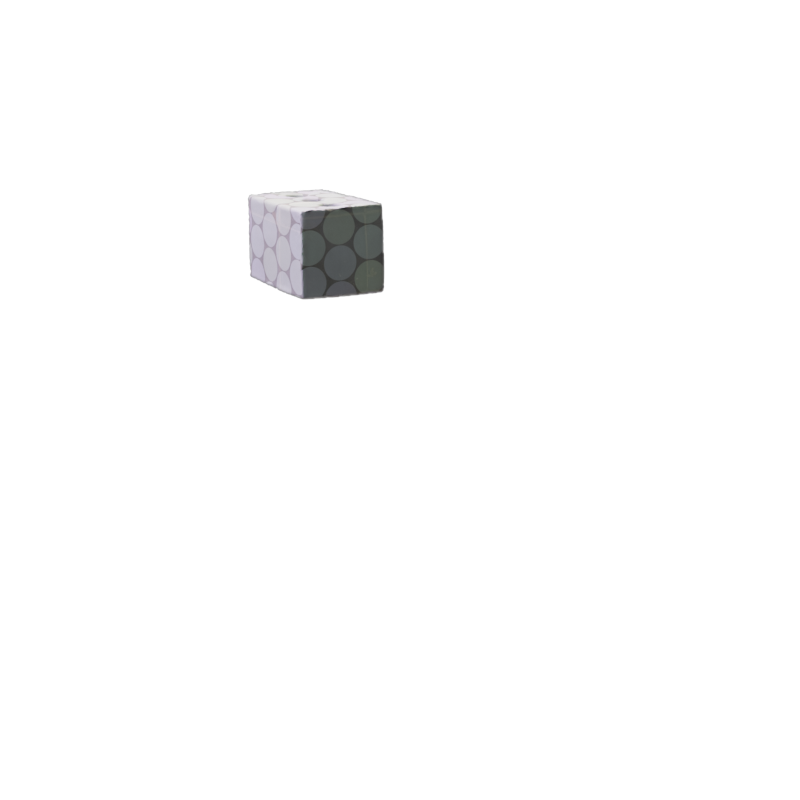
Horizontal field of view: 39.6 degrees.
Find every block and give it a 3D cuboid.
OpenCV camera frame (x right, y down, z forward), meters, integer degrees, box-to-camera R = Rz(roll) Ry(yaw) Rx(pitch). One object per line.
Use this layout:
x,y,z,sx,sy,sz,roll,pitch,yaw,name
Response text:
-0.051,-0.092,0.647,0.051,0.050,0.082,-7,17,-29,block
